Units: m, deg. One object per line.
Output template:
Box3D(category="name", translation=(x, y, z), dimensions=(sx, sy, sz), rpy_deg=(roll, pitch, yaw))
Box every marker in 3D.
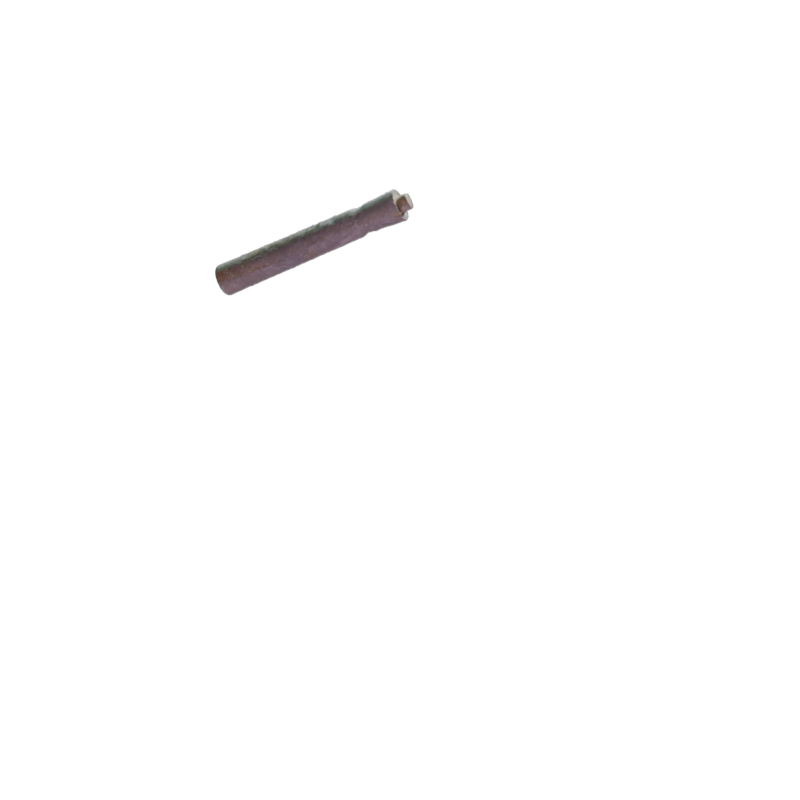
Box3D(category="marker", translation=(-0.048, -0.088, 0.619), dimensions=(0.122, 0.020, 0.019), rpy_deg=(-20, -3, 20))
